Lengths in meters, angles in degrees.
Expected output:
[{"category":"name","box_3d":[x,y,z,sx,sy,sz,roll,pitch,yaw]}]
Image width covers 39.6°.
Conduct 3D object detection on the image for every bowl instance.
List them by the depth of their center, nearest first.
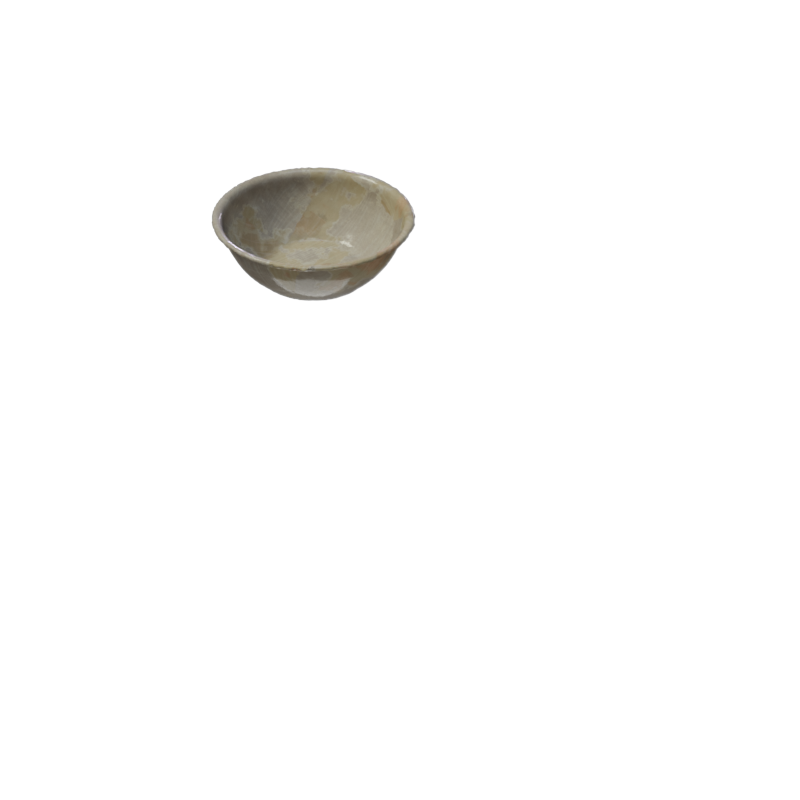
[{"category":"bowl","box_3d":[-0.070,-0.128,0.894,0.162,0.051,0.173,-1,37,-2]}]
